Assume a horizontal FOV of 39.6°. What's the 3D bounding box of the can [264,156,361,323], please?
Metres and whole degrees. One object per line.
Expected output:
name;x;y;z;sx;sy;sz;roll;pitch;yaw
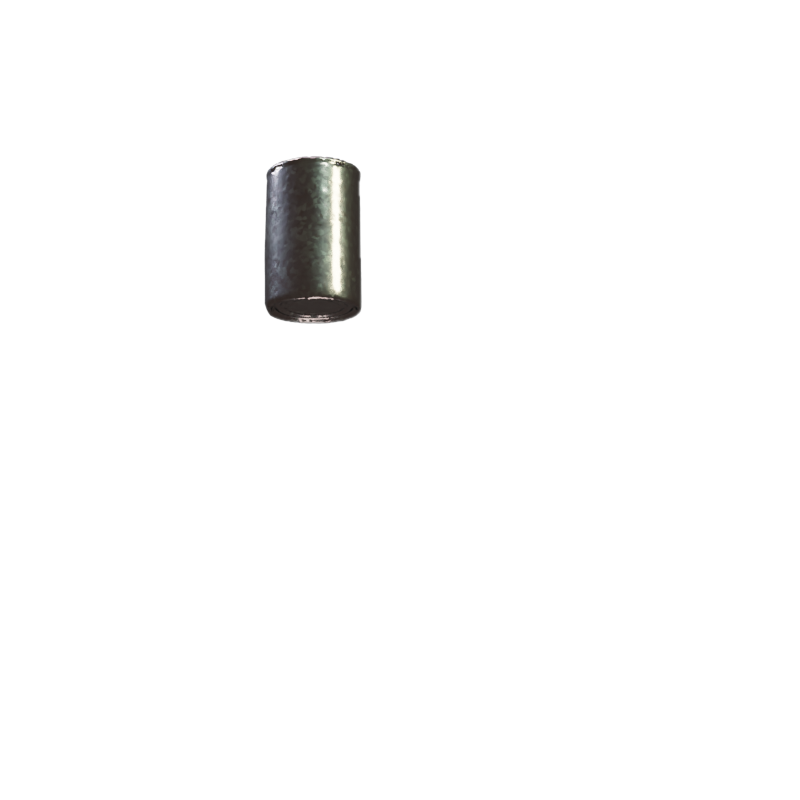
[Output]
can;-0.061;-0.111;0.778;0.068;0.107;0.066;0;-17;-2
